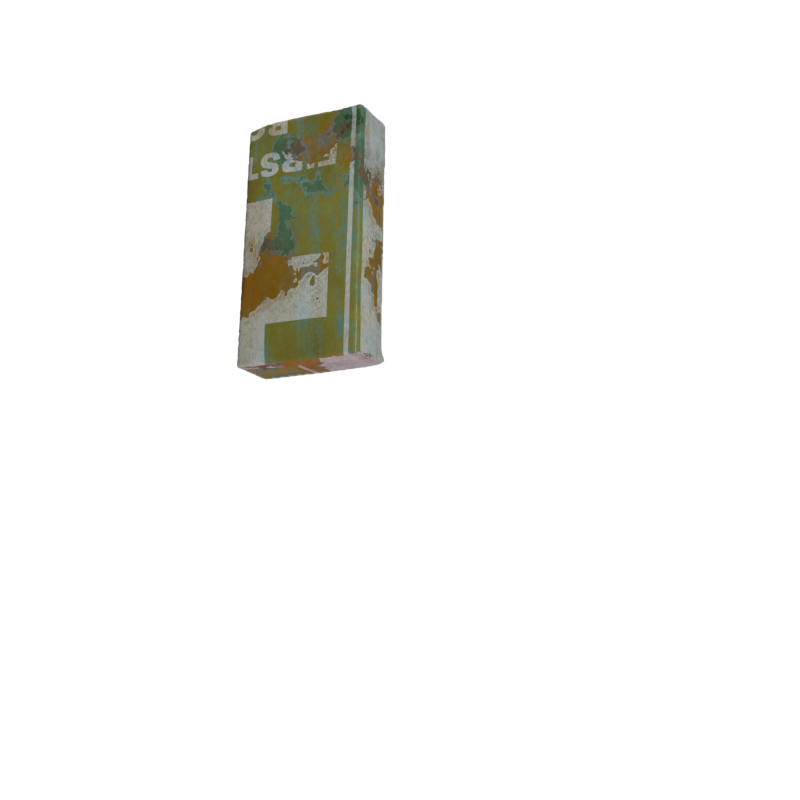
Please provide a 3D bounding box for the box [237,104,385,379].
[{"bbox_3d":[-0.059,-0.108,0.754,0.095,0.184,0.045,-9,-20,26],"label":"box"}]
